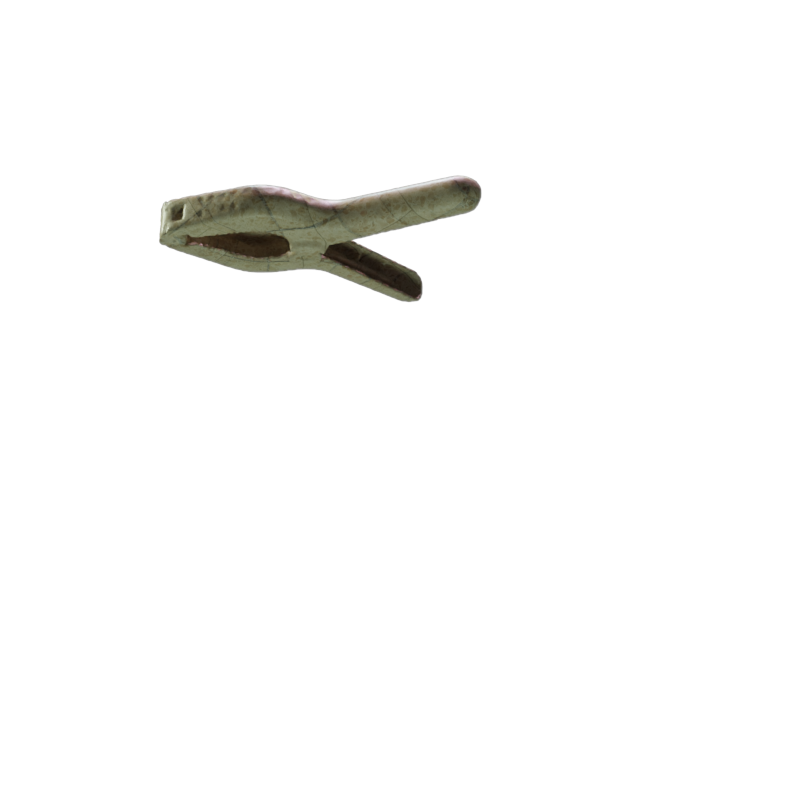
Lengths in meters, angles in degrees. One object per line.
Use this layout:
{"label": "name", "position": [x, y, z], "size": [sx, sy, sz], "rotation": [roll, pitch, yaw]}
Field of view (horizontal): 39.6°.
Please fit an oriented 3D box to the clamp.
{"label": "clamp", "position": [-0.061, -0.111, 0.775], "size": [0.209, 0.038, 0.156], "rotation": [1, -21, -4]}
